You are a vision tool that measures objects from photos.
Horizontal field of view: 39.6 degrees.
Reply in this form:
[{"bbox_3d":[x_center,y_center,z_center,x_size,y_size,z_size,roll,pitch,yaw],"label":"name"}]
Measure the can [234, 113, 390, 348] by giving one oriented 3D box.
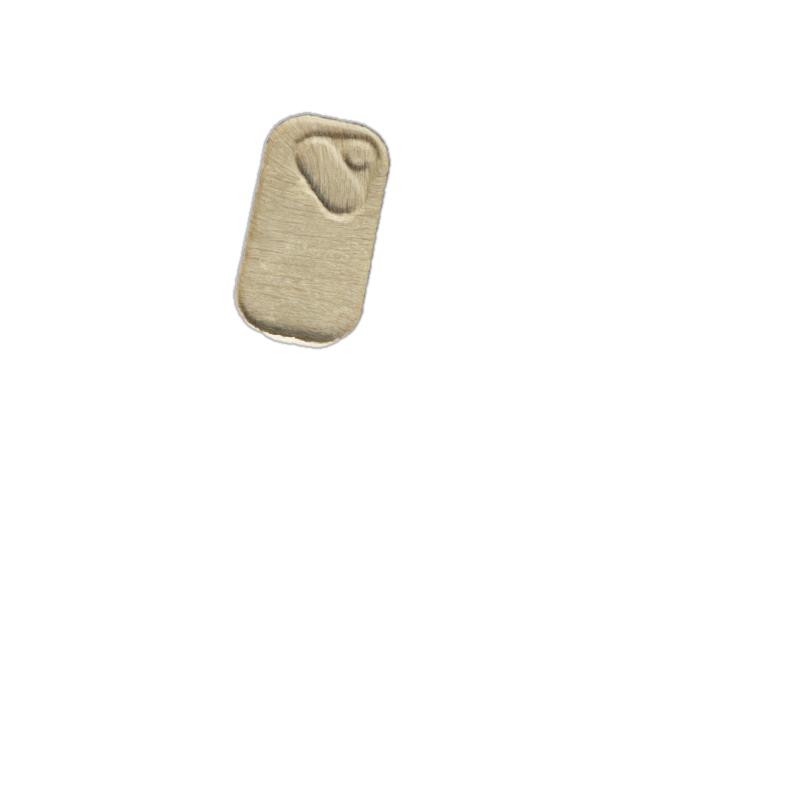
[{"bbox_3d":[-0.042,-0.076,0.532,0.057,0.104,0.083,11,-6,-2],"label":"can"}]
